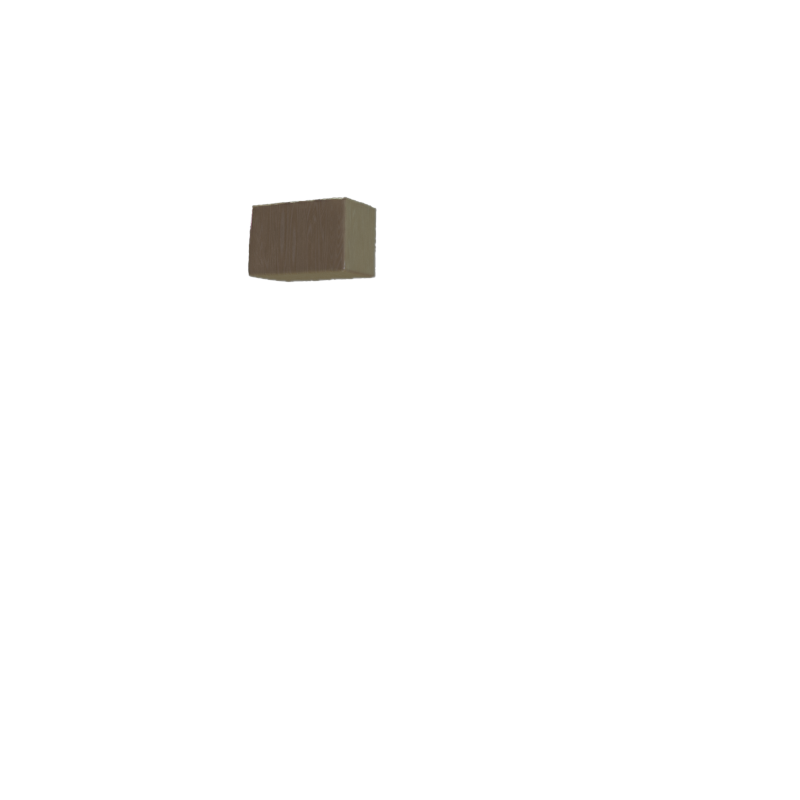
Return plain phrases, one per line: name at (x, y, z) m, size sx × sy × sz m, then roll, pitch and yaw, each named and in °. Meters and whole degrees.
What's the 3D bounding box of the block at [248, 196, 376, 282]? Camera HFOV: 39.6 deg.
block at (-0.062, -0.112, 0.788) m, size 0.080 × 0.052 × 0.051 m, roll -1°, pitch -4°, yaw 26°
